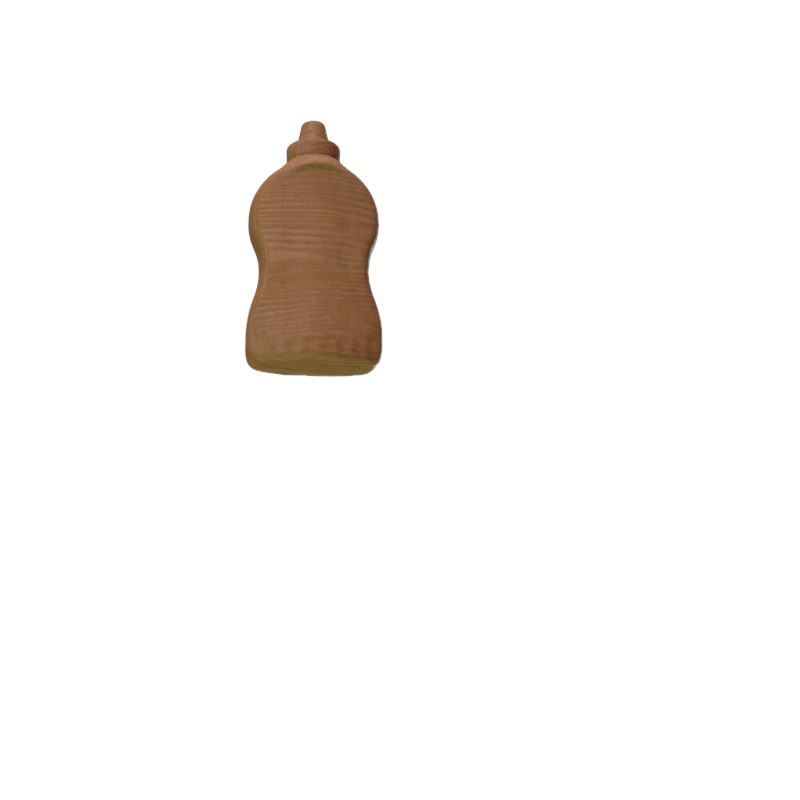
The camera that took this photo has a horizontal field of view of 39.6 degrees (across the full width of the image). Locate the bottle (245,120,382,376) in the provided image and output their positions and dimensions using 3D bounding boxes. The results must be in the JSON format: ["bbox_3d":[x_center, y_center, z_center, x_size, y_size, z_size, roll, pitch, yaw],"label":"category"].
[{"bbox_3d":[-0.064,-0.116,0.814,0.095,0.201,0.056,1,-19,-7],"label":"bottle"}]
